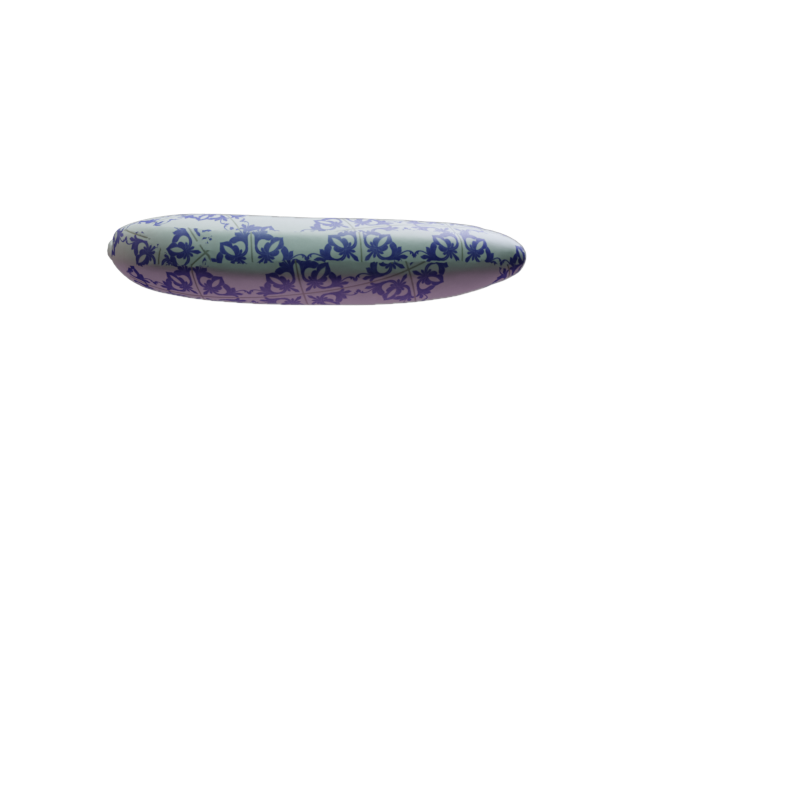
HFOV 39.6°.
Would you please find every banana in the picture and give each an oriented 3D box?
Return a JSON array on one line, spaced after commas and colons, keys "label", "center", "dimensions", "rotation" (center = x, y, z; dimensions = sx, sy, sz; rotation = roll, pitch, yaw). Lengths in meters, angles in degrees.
[{"label": "banana", "center": [-0.045, -0.065, 0.486], "dimensions": [0.200, 0.035, 0.072], "rotation": [4, 21, 9]}]
